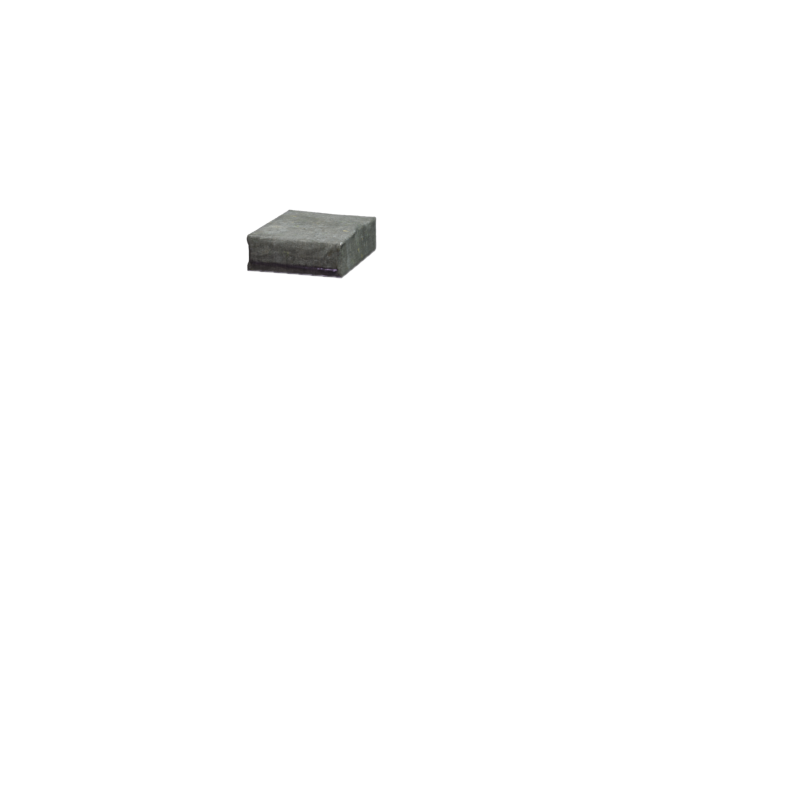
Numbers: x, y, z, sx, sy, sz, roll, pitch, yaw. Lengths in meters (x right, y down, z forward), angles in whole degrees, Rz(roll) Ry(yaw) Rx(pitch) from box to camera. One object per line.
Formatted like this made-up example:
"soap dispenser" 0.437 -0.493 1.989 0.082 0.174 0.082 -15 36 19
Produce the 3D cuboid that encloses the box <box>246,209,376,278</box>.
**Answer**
"box" -0.065 -0.118 0.824 0.075 0.029 0.091 6 22 16
